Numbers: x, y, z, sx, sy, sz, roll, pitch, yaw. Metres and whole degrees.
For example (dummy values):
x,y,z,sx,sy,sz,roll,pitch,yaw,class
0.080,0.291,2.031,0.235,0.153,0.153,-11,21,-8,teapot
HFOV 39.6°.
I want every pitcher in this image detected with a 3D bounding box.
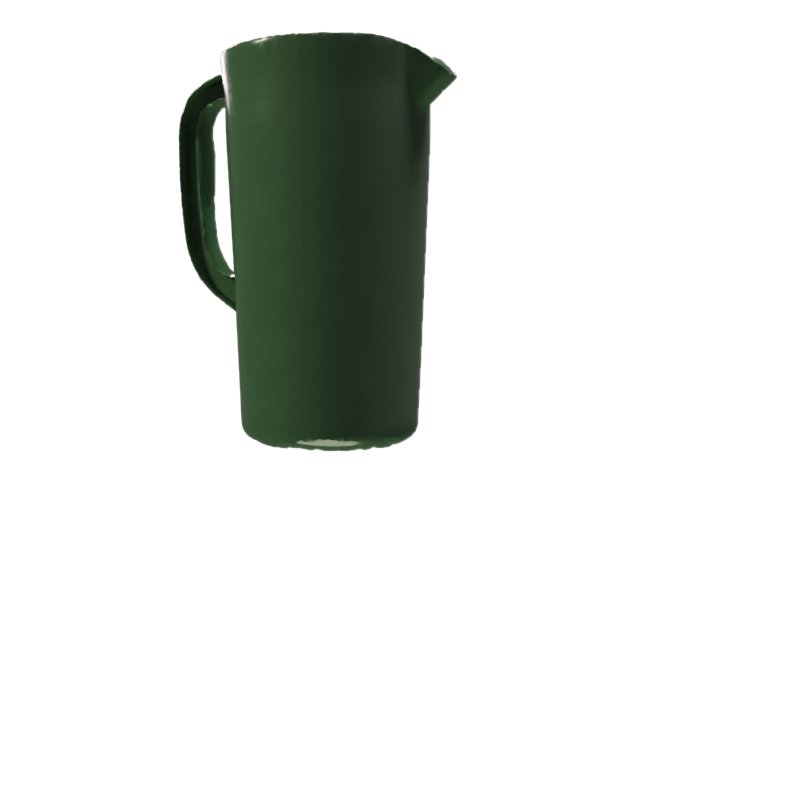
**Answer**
x,y,z,sx,sy,sz,roll,pitch,yaw,class
-0.054,-0.098,0.686,0.141,0.244,0.153,0,0,-21,pitcher
